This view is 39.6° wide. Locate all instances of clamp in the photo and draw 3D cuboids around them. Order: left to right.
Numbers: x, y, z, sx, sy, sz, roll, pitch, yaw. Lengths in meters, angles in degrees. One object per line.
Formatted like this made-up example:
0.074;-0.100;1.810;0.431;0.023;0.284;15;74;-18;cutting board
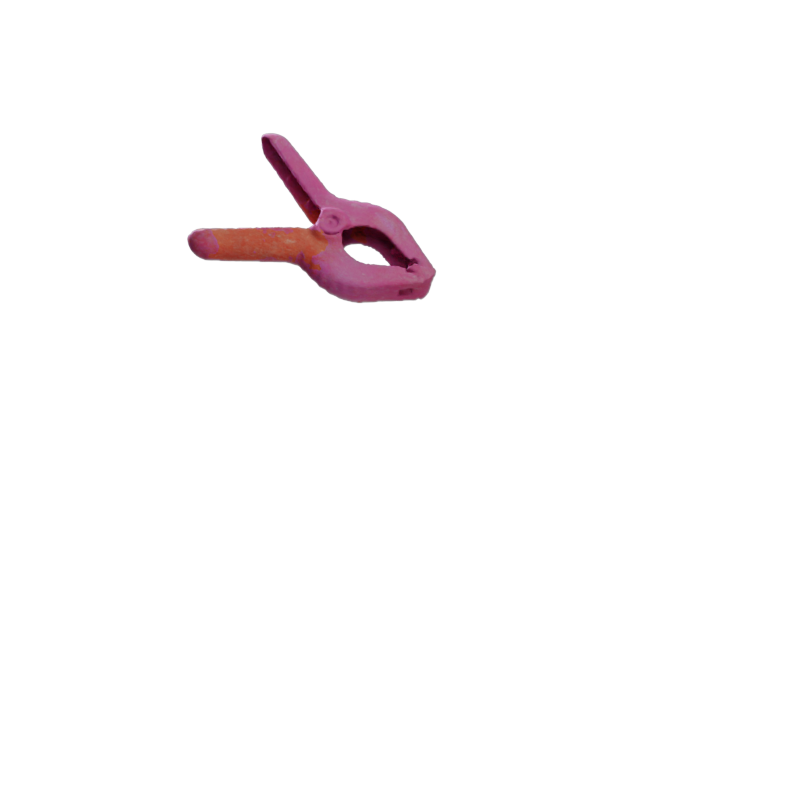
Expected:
-0.062;-0.112;0.786;0.178;0.123;0.037;32;-24;16;clamp
